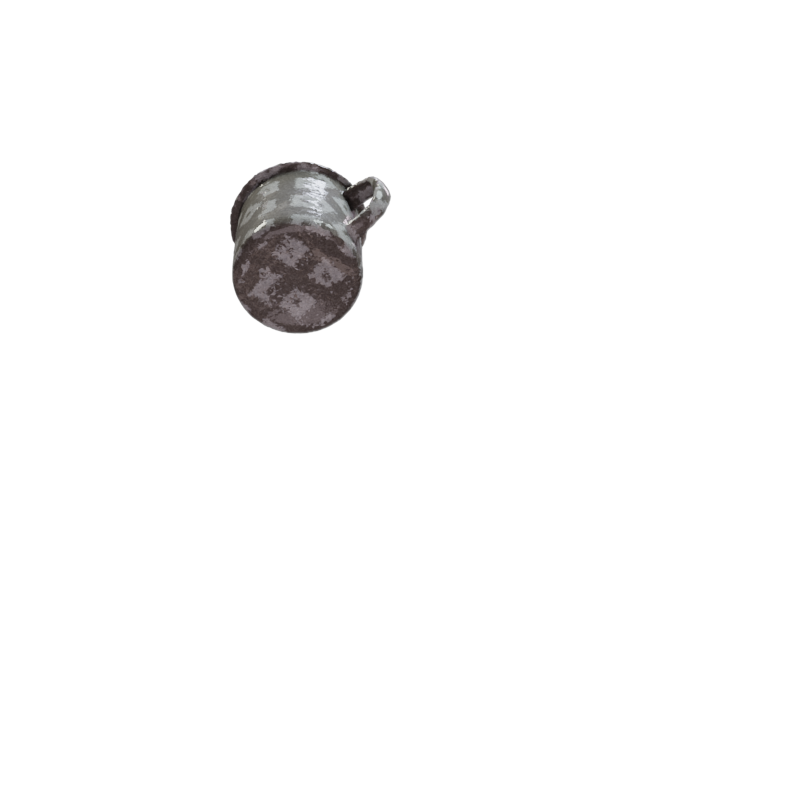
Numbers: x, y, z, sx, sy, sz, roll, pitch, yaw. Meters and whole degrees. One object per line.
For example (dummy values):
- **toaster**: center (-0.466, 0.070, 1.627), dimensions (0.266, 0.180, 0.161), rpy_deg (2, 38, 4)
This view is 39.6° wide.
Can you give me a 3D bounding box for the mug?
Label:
- **mug**: center (-0.056, -0.102, 0.711), dimensions (0.117, 0.088, 0.087), rpy_deg (-30, 27, 15)
